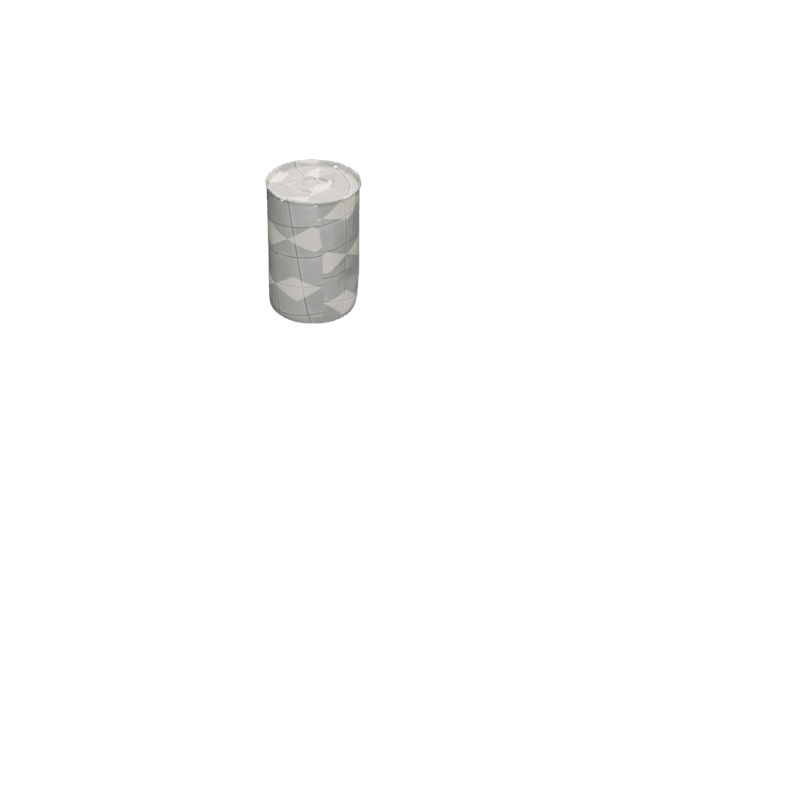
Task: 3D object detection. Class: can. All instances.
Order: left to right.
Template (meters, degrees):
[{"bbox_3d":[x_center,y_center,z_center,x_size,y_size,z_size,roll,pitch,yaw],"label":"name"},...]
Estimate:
[{"bbox_3d":[-0.063,-0.116,0.810,0.068,0.096,0.073,0,34,-3],"label":"can"}]
